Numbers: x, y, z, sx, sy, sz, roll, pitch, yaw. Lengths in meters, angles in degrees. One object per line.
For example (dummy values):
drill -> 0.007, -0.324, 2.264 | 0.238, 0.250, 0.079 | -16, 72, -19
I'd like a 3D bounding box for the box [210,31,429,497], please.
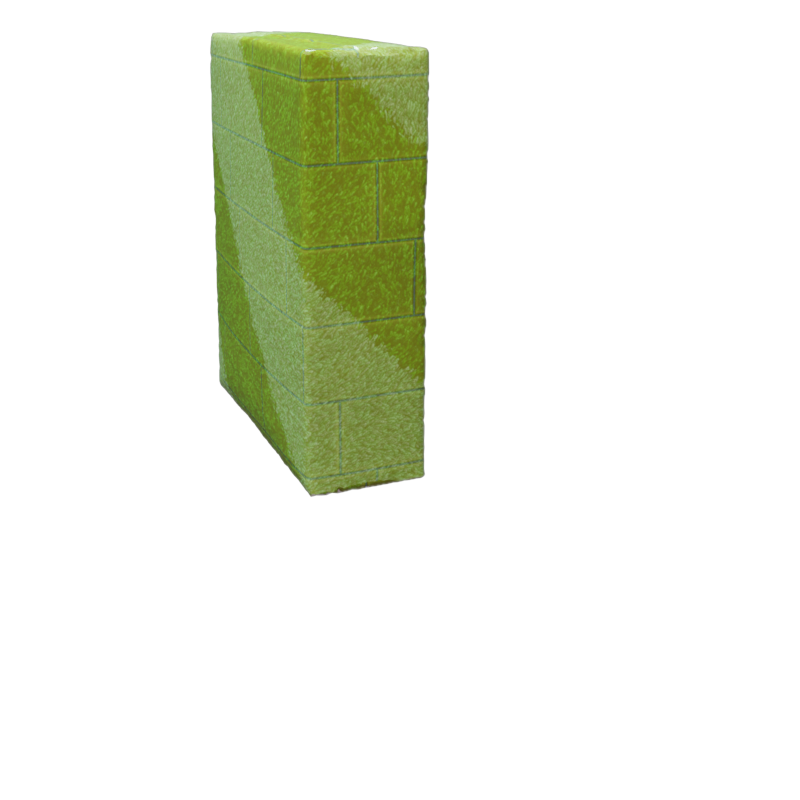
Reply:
box -> -0.046, -0.084, 0.588 | 0.070, 0.206, 0.174 | -5, 18, -22
